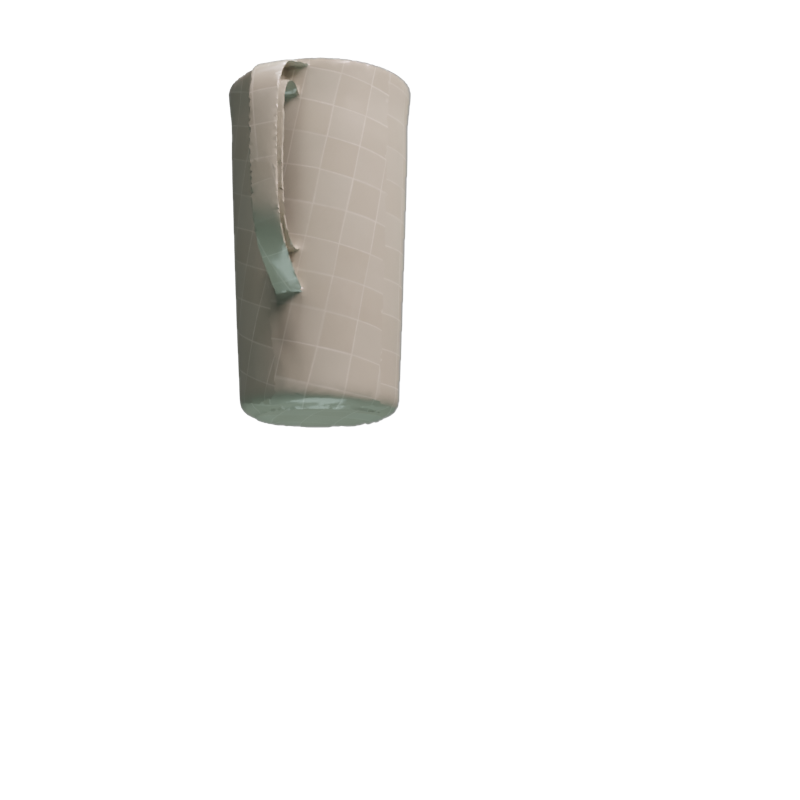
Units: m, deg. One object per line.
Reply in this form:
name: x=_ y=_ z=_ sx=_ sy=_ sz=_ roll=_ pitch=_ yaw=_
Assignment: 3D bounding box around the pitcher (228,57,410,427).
pitcher: x=-0.060 y=-0.110 z=0.772 sx=0.144 sy=0.253 sz=0.145 roll=7 pitch=-17 yaw=-27
